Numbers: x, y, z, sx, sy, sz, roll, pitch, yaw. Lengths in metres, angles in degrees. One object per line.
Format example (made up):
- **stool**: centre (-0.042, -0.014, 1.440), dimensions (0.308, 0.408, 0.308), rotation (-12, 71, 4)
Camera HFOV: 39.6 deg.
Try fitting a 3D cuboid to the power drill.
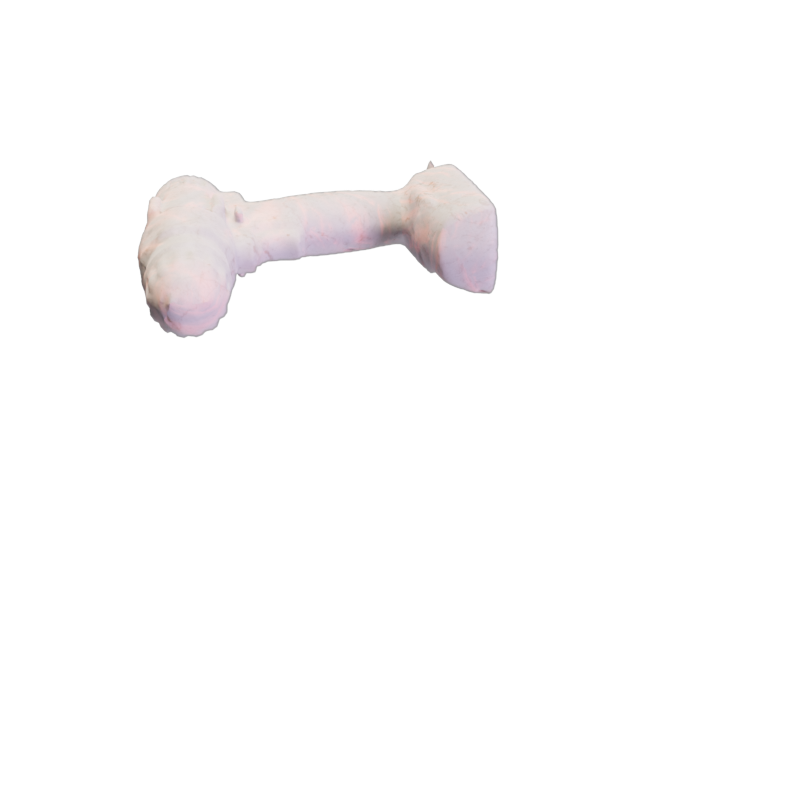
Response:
- **power drill**: centre (-0.047, -0.086, 0.599), dimensions (0.186, 0.055, 0.195), rotation (-3, 25, -8)
